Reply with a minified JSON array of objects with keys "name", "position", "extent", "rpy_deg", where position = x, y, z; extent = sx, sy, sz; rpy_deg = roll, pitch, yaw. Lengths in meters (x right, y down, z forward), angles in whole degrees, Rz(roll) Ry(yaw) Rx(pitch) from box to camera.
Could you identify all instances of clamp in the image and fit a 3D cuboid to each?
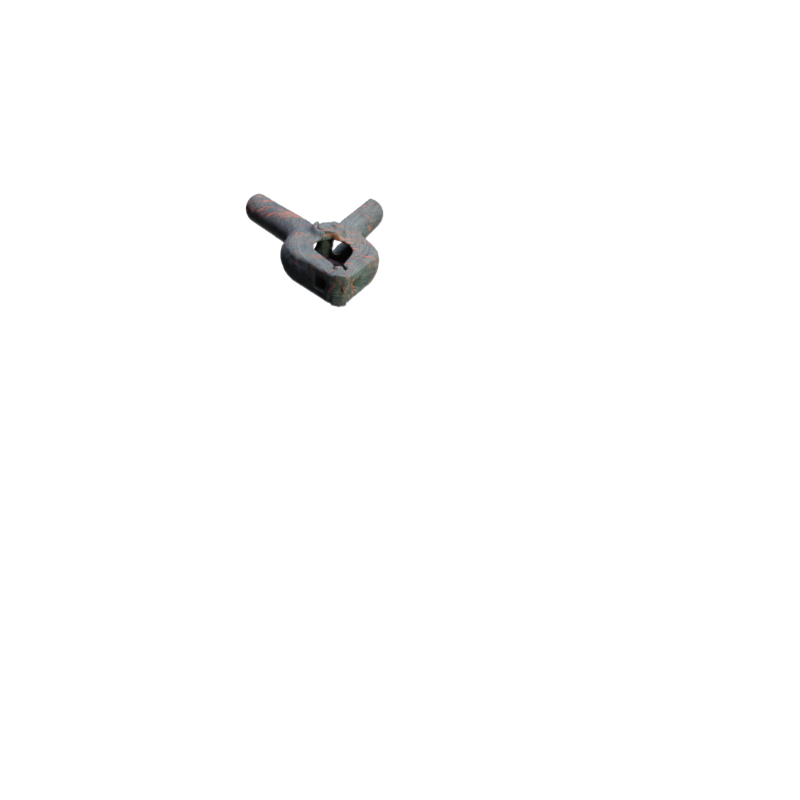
[{"name":"clamp","position":[-0.072,-0.130,0.914],"extent":[0.120,0.037,0.181],"rpy_deg":[-1,29,-1]}]
